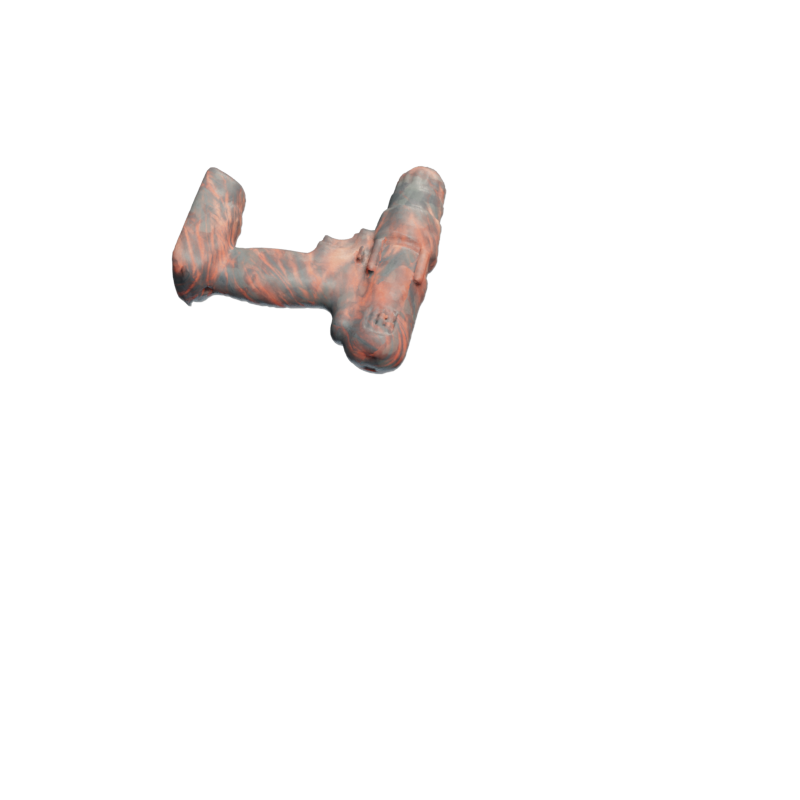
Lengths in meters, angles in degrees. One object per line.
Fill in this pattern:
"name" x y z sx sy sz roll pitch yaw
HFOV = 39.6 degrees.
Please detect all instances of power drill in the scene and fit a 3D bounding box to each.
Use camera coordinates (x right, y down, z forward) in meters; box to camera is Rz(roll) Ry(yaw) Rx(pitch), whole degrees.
"power drill" -0.066 -0.120 0.838 0.191 0.194 0.054 12 -35 8
